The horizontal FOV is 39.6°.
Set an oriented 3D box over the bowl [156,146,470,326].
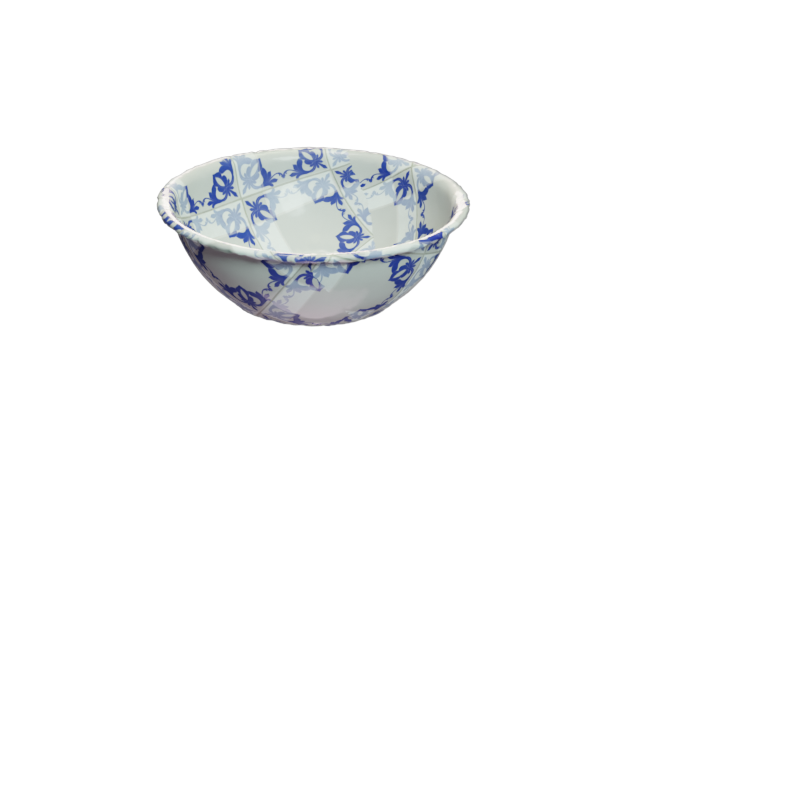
[{"bbox_3d":[-0.046,-0.084,0.585,0.162,0.052,0.172,-1,29,-2],"label":"bowl"}]
